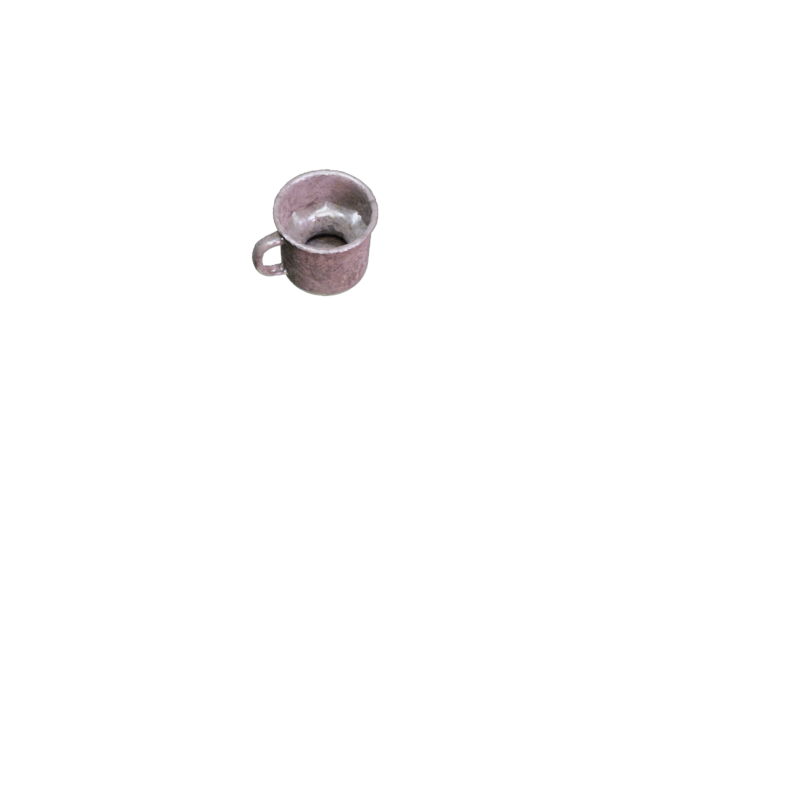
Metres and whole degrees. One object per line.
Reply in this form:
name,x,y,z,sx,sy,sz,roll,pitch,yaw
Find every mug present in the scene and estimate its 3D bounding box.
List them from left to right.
mug,-0.078,-0.143,0.999,0.117,0.100,0.076,-25,-28,-16
